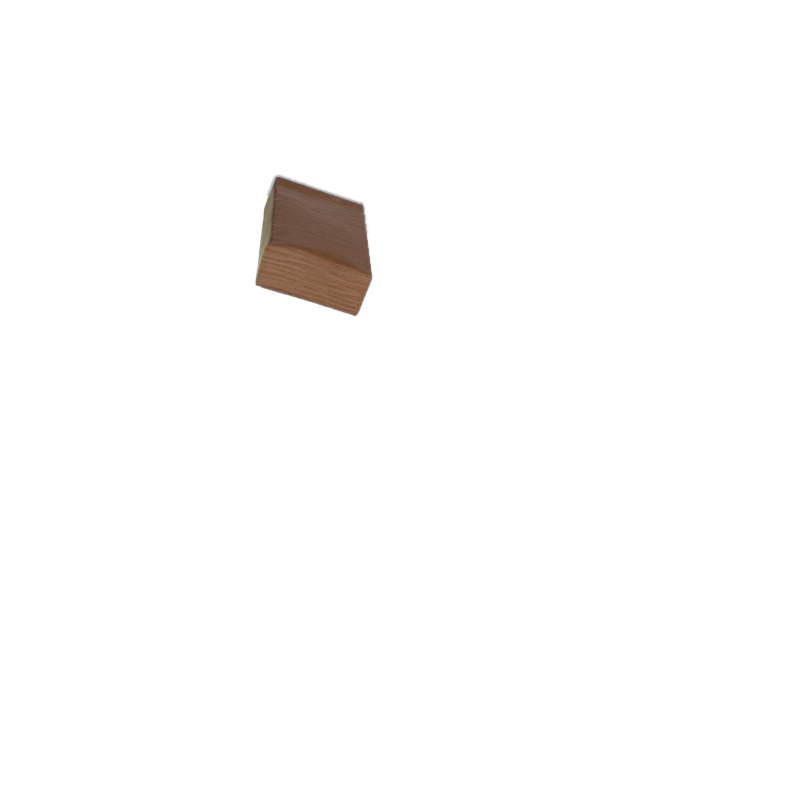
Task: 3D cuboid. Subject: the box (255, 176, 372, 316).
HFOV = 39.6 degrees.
[{"bbox_3d":[-0.078,-0.141,0.992,0.092,0.046,0.186,16,24,-11],"label":"box"}]
